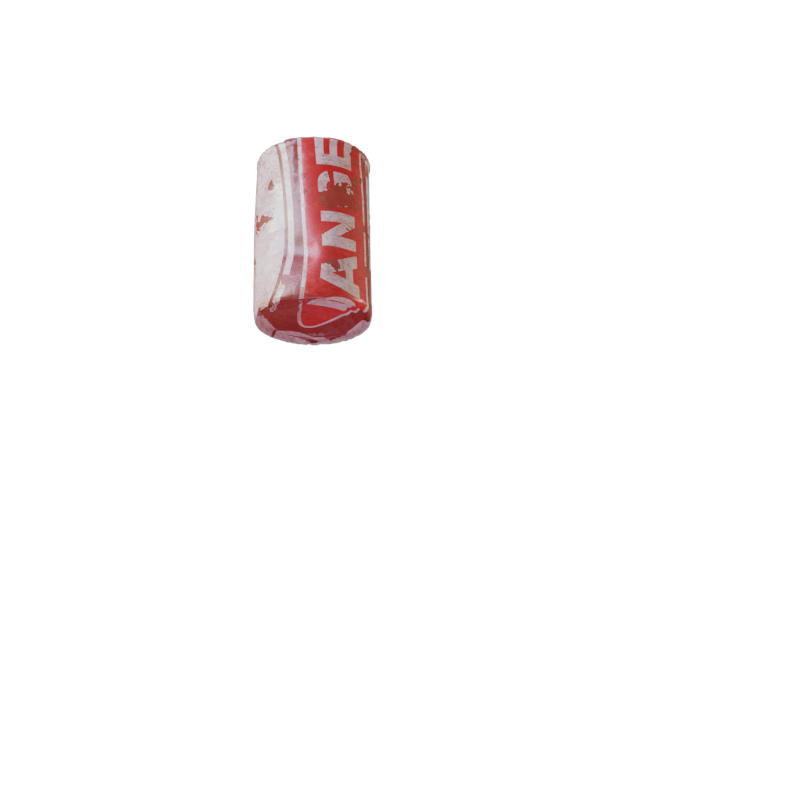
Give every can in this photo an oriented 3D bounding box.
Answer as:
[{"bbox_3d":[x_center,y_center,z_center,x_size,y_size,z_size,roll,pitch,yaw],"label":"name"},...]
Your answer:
[{"bbox_3d":[-0.050,-0.091,0.638,0.068,0.108,0.065,0,-25,-2],"label":"can"}]
